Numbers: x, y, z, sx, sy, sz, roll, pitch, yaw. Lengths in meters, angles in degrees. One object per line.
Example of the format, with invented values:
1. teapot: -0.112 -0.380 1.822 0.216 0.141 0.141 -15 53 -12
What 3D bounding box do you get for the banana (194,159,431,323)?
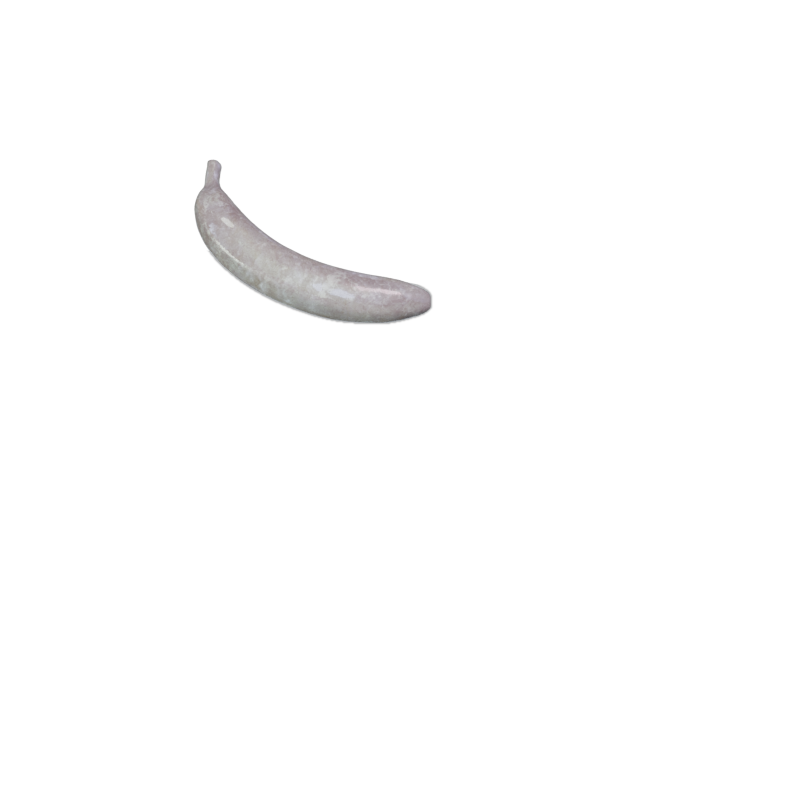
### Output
1. banana: -0.075 -0.100 0.786 0.203 0.071 0.035 34 -15 11
